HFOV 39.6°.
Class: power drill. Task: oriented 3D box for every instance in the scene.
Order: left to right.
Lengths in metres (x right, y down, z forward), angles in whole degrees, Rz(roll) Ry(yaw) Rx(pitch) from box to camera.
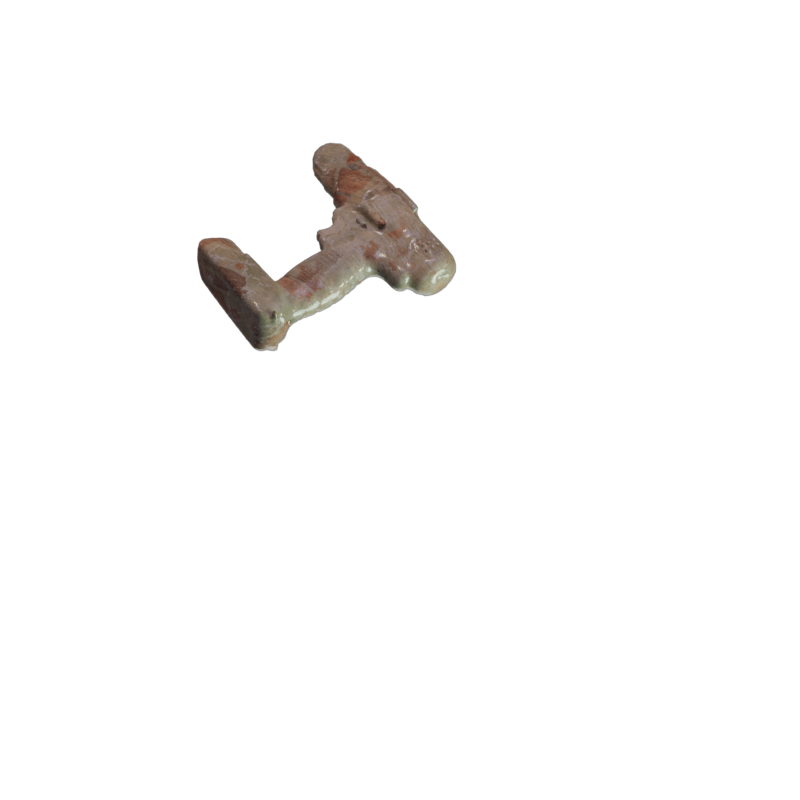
[{"bbox_3d":[-0.074,-0.134,0.939,0.187,0.198,0.053,-27,-34,-21],"label":"power drill"}]
